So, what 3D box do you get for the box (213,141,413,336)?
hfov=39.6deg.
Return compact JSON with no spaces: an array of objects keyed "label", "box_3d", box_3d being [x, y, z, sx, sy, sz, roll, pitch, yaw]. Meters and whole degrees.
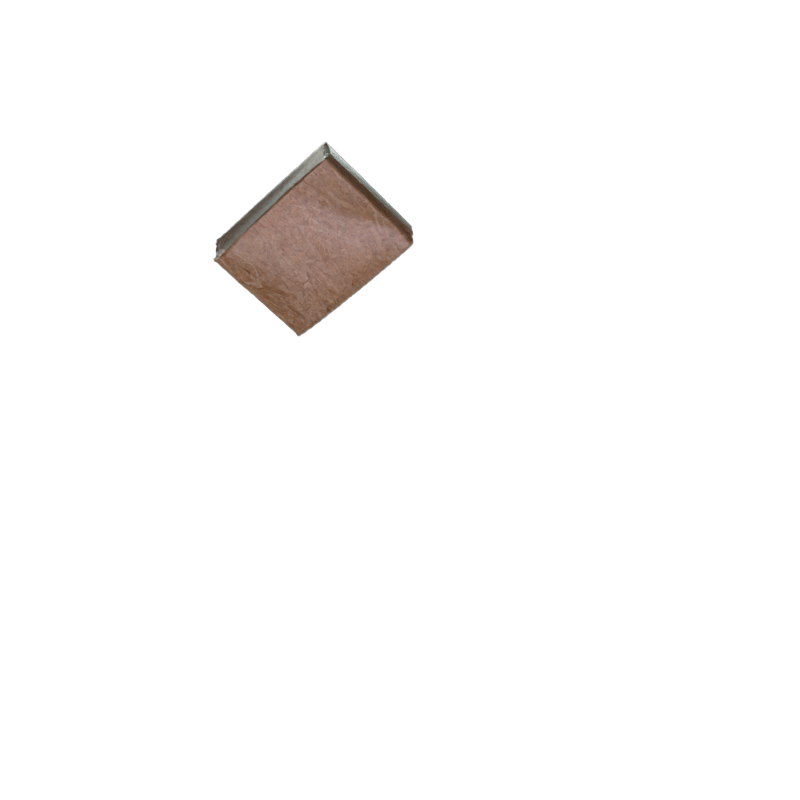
[{"label":"box","box_3d":[-0.061,-0.111,0.778,0.112,0.086,0.041,-40,20,17]}]
